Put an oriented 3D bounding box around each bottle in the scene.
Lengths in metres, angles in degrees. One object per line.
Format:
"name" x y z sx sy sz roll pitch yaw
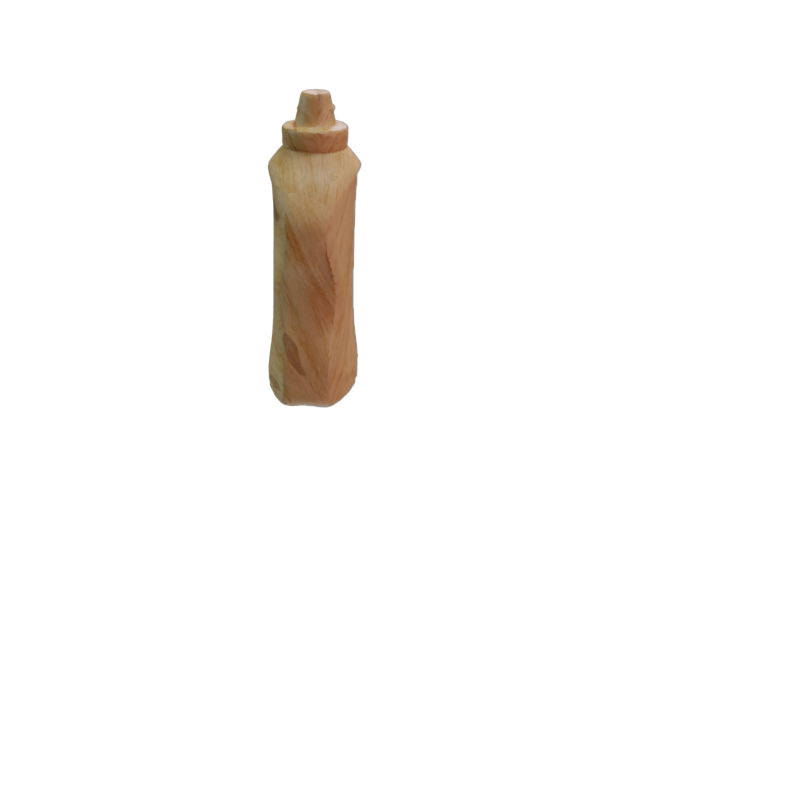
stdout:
"bottle" -0.054 -0.100 0.700 0.059 0.183 0.100 3 20 4
